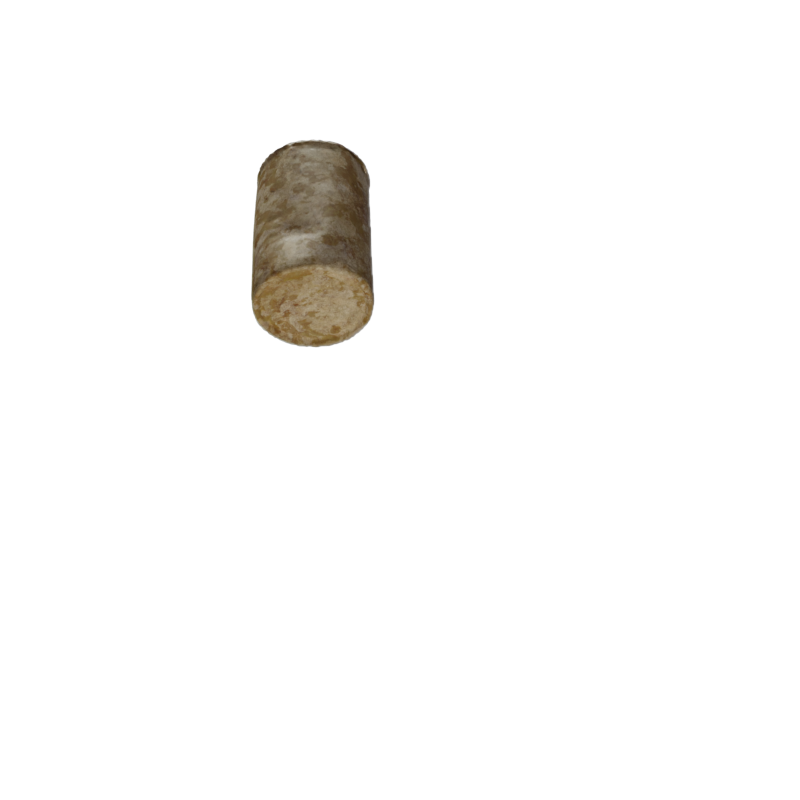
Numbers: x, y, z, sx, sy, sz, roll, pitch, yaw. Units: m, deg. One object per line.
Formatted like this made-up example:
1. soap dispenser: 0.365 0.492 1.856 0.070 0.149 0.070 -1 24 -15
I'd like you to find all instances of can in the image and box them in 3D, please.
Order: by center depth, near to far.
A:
1. can: -0.049 -0.090 0.628 0.068 0.110 0.064 -1 -41 -3
